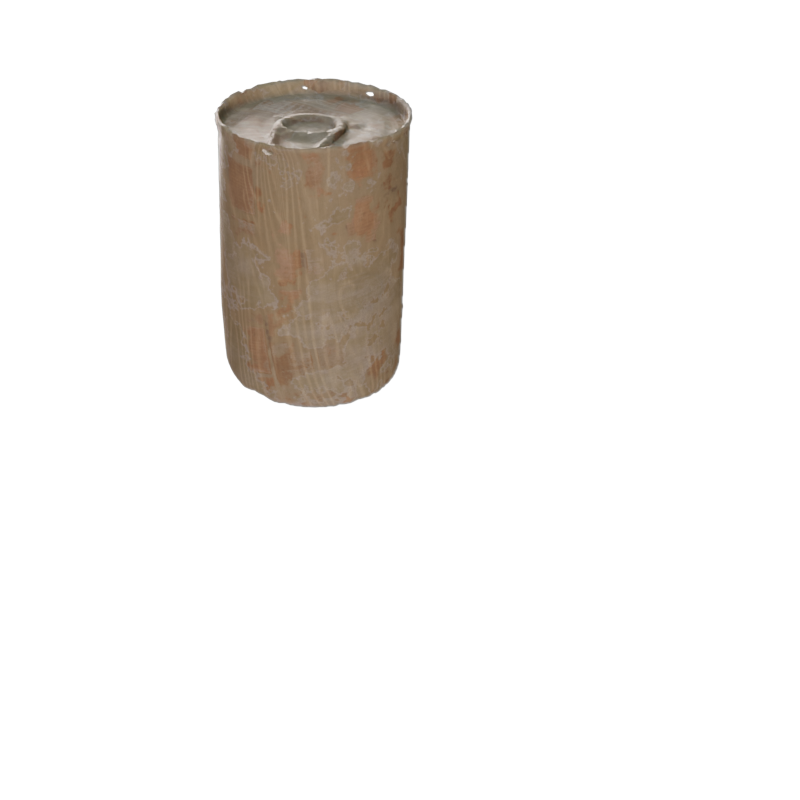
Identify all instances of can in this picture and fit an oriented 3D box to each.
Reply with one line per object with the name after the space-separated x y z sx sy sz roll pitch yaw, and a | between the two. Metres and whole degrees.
-0.032 -0.058 0.404 0.068 0.096 0.073 0 30 -2 | can
